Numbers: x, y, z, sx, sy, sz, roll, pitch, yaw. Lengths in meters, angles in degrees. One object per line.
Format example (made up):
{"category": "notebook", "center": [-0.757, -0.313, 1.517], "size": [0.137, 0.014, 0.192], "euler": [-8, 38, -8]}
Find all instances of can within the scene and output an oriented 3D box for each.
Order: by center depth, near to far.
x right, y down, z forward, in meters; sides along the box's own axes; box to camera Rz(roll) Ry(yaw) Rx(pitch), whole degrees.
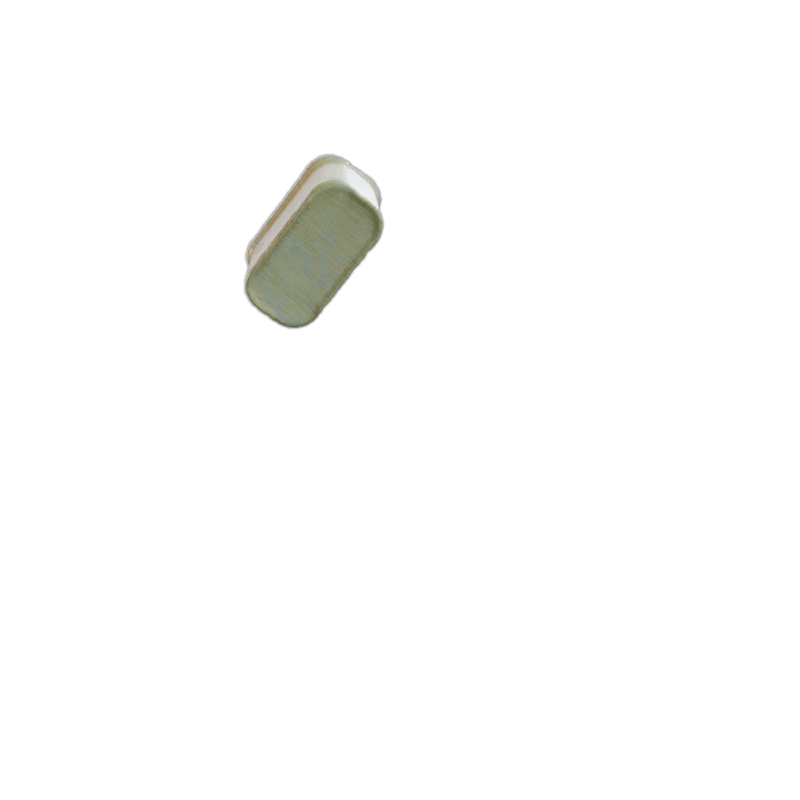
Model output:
{"category": "can", "center": [-0.056, -0.102, 0.715], "size": [0.056, 0.101, 0.087], "euler": [36, 12, -13]}
